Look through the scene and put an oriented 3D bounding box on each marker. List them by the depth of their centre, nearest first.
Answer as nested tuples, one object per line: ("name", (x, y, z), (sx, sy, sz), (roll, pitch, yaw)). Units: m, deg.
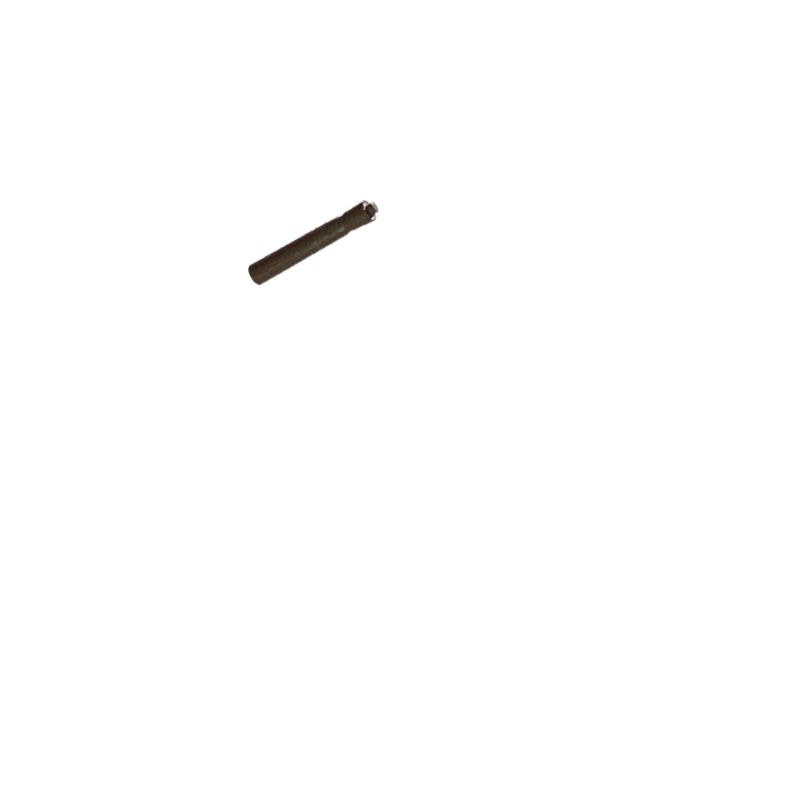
("marker", (-0.069, -0.127, 0.886), (0.121, 0.020, 0.019), (-26, -7, 23))
